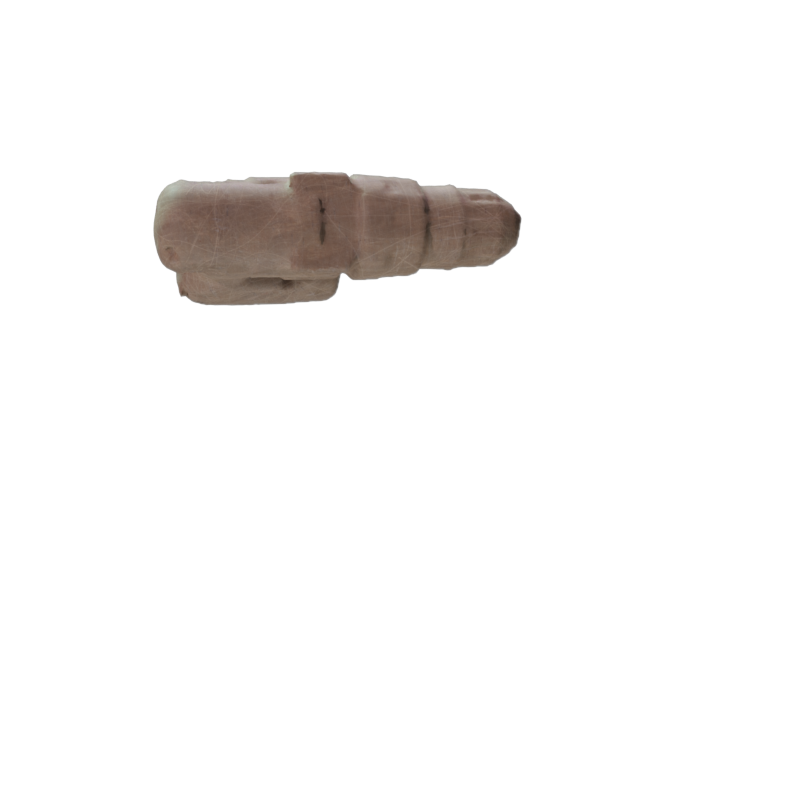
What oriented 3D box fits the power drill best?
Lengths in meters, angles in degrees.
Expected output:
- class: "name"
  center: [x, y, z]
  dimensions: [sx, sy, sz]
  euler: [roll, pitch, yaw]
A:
- class: "power drill"
  center: [-0.048, -0.088, 0.615]
  dimensions: [0.181, 0.058, 0.189]
  euler: [0, -1, -14]
